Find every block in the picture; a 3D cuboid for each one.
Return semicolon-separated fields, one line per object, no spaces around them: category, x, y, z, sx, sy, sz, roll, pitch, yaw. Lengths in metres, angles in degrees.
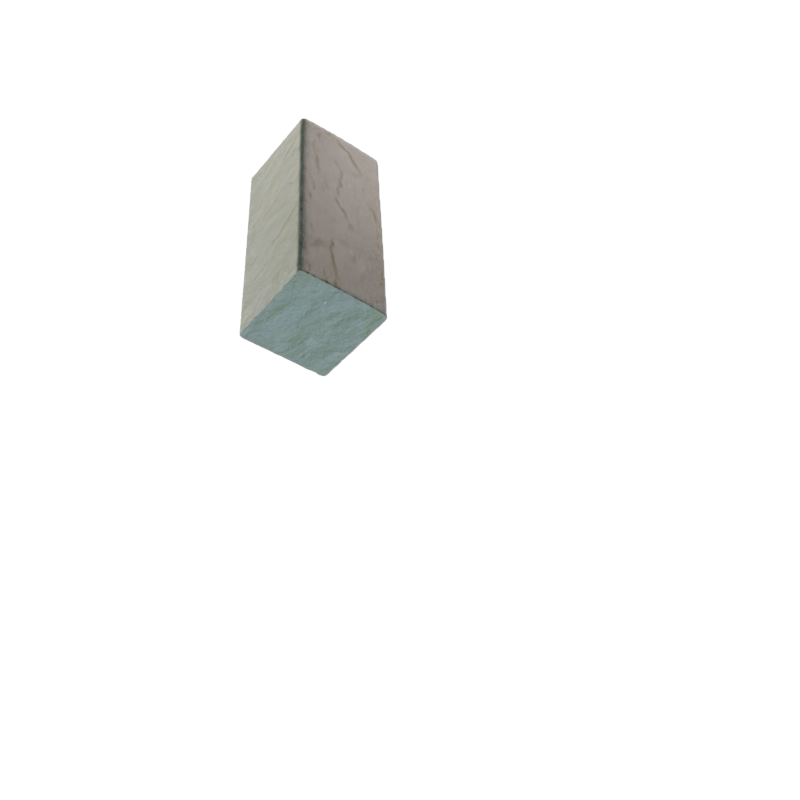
block;-0.075;-0.138;0.968;0.086;0.221;0.089;27;-52;-27
